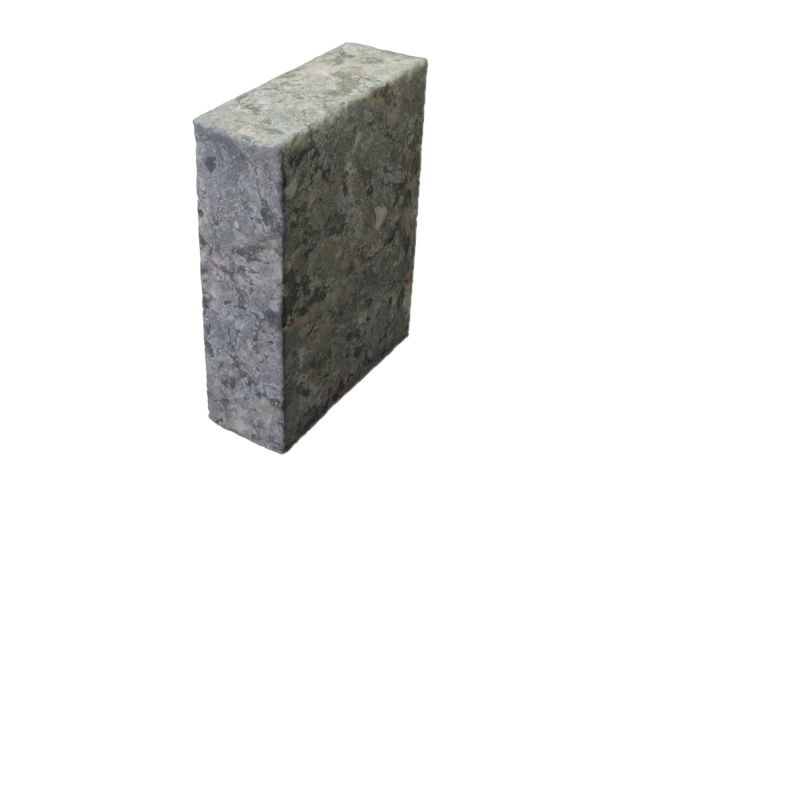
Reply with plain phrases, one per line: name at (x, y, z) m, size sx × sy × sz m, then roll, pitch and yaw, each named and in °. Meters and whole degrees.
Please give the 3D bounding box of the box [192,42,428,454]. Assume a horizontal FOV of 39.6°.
box at (-0.055, -0.101, 0.707) m, size 0.075 × 0.201 × 0.167 m, roll 18°, pitch 36°, yaw 24°
